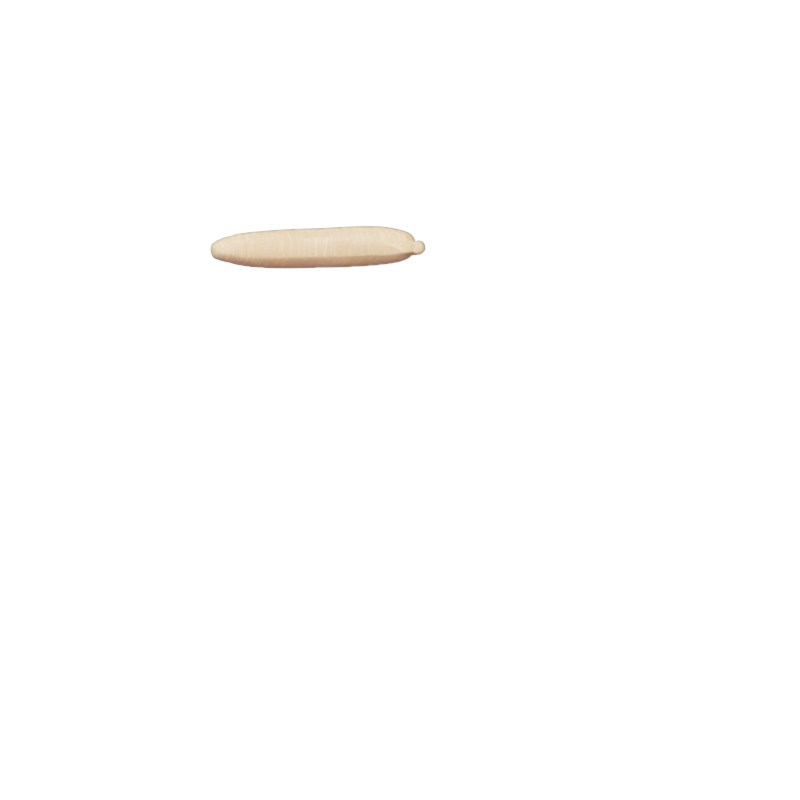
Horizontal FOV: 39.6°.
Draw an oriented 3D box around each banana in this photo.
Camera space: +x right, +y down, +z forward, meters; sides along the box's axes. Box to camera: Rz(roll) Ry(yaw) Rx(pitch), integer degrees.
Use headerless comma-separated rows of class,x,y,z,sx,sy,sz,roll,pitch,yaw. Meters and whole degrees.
banana,-0.071,-0.142,1.014,0.201,0.037,0.067,-1,-5,14
